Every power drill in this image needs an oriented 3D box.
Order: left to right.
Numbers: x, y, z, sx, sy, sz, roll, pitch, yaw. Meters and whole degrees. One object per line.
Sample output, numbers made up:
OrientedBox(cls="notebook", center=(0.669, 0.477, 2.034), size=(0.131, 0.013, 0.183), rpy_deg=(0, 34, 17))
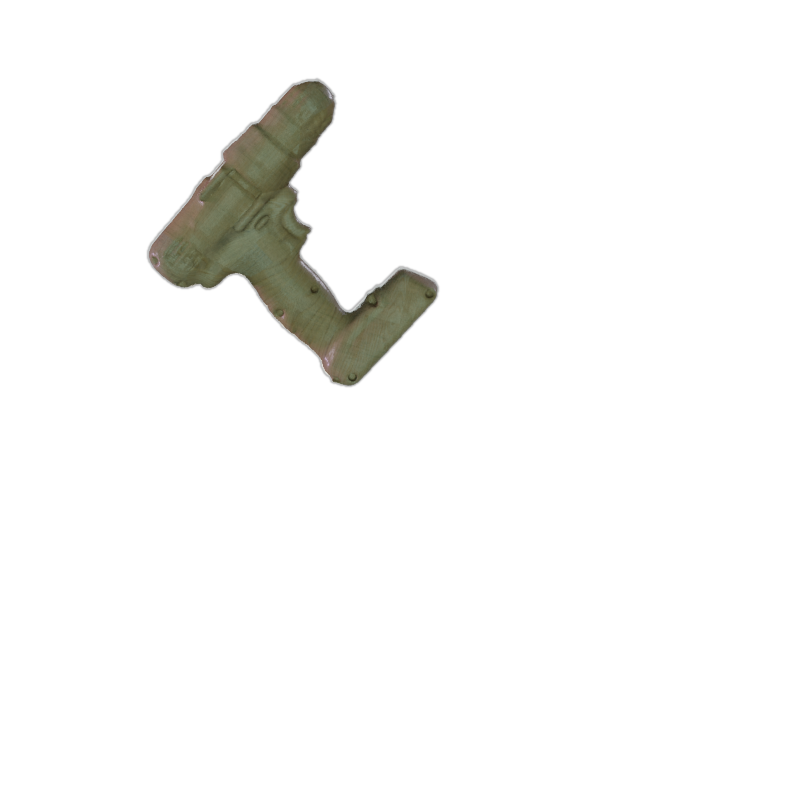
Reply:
OrientedBox(cls="power drill", center=(-0.064, -0.117, 0.822), size=(0.185, 0.183, 0.059), rpy_deg=(41, 6, -6))
